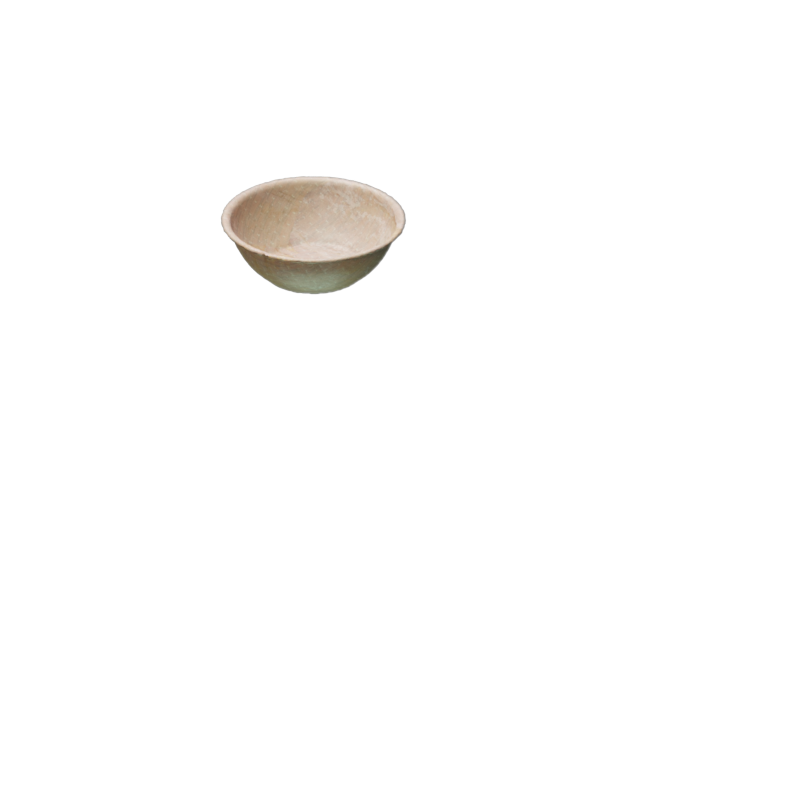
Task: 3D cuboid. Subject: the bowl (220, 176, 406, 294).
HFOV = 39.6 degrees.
[{"bbox_3d":[-0.077,-0.140,0.980,0.162,0.052,0.173,-1,34,-2],"label":"bowl"}]
